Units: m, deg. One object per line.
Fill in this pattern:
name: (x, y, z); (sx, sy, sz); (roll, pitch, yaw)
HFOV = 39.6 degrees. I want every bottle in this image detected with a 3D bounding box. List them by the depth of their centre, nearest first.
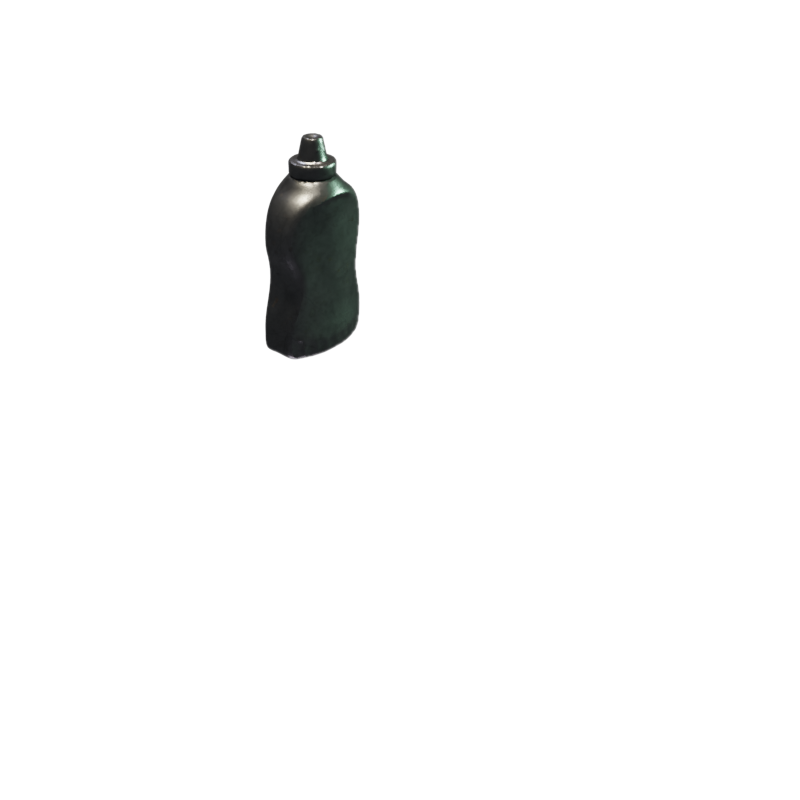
bottle: (-0.076, -0.137, 0.961); (0.062, 0.181, 0.095); (22, 33, 36)
